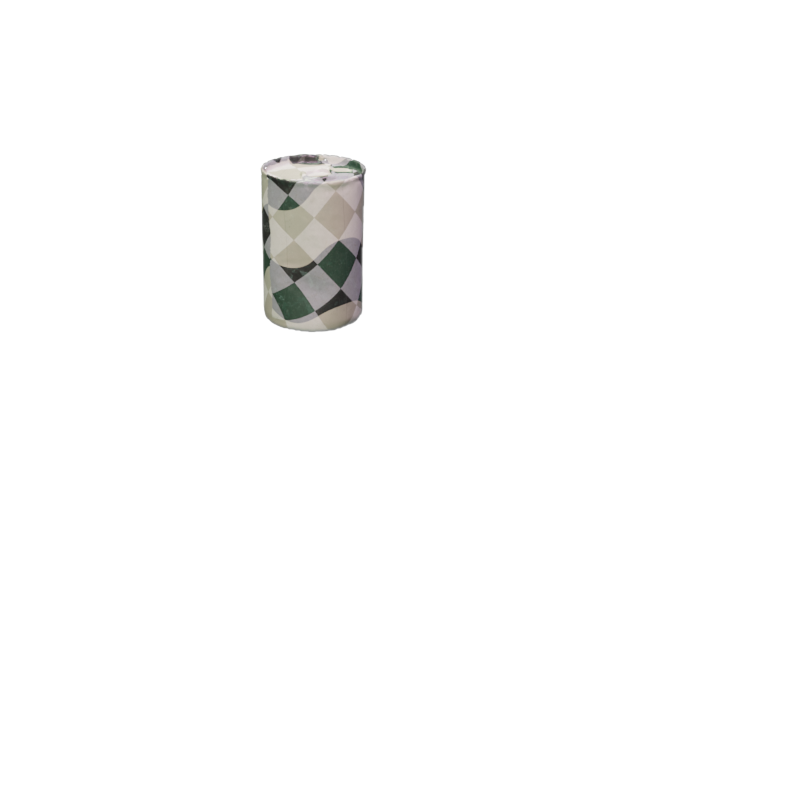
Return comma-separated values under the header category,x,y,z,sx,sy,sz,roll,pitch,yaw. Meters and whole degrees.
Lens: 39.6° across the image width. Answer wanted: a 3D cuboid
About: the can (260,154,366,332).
category,x,y,z,sx,sy,sz,roll,pitch,yaw
can,-0.057,-0.104,0.730,0.068,0.098,0.072,0,22,-2
